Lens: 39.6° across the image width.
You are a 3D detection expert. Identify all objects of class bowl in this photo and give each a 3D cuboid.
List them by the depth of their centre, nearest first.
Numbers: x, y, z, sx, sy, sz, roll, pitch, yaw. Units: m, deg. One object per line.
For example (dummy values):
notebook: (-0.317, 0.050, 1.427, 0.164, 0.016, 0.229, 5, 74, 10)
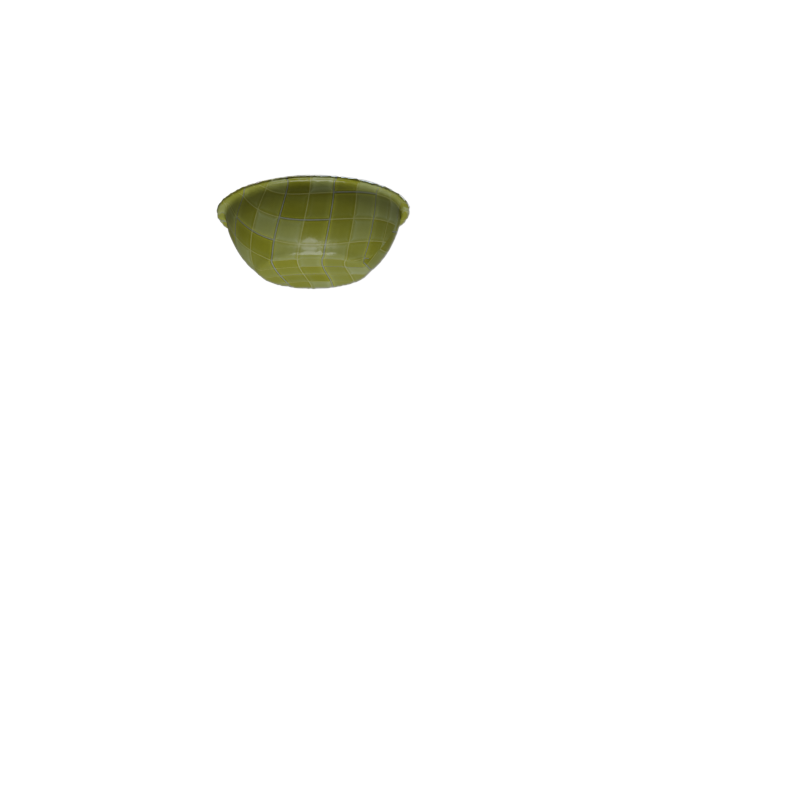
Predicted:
bowl: (-0.072, -0.132, 0.921, 0.162, 0.057, 0.156, 0, -13, -2)
